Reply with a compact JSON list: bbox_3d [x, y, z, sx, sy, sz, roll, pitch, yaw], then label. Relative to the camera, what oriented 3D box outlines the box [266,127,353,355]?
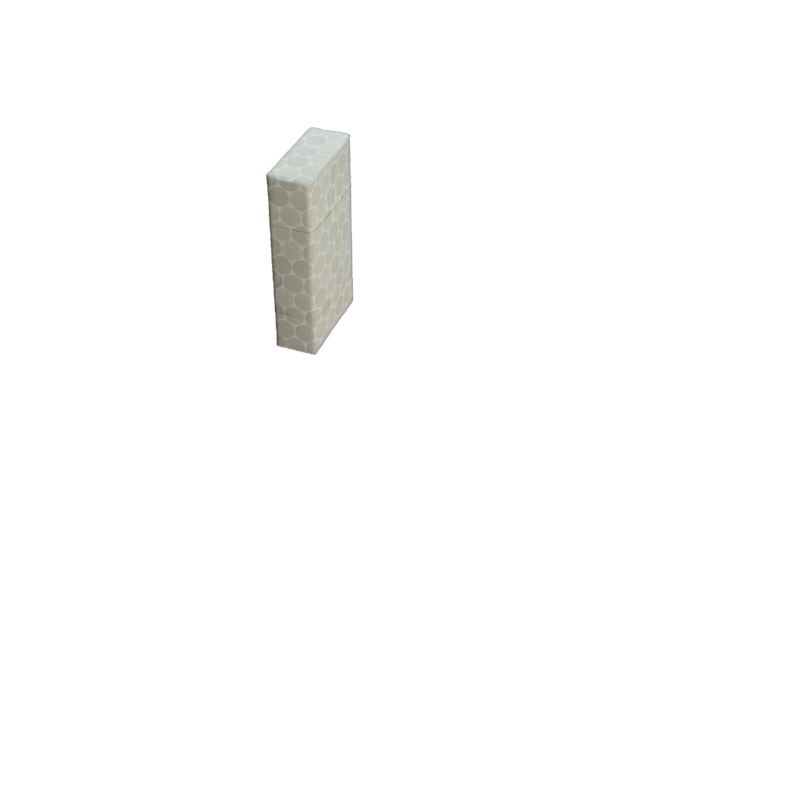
[{"bbox_3d":[-0.075,-0.138,0.965,0.049,0.165,0.097,14,39,14],"label":"box"}]
